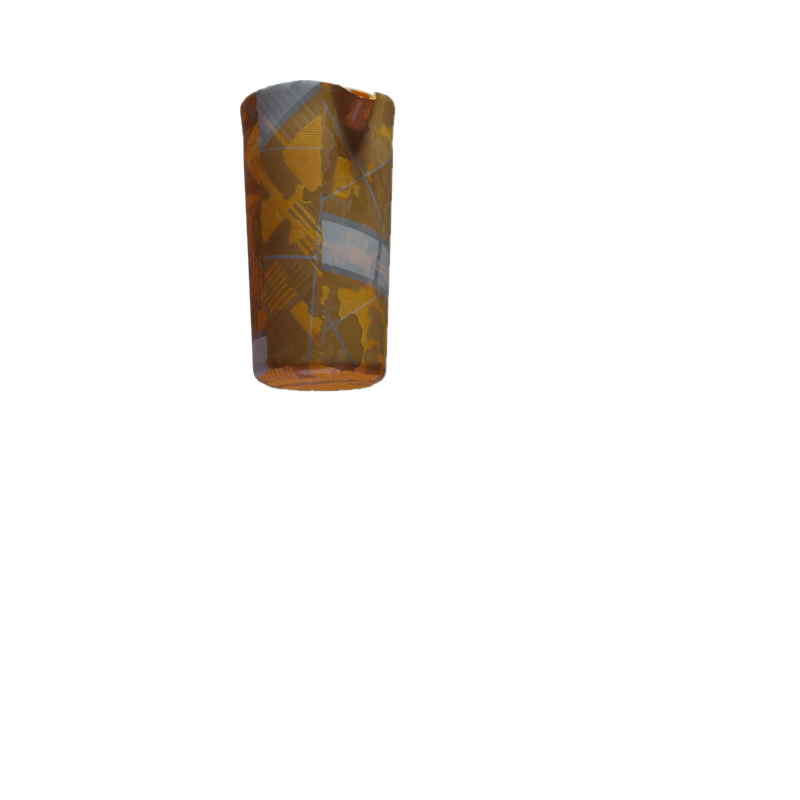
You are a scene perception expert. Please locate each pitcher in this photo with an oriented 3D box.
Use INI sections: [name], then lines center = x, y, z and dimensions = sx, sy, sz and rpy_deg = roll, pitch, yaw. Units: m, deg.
[pitcher]
center = -0.073, -0.133, 0.930
dimensions = 0.147, 0.251, 0.142
rpy_deg = -4, -13, 13
